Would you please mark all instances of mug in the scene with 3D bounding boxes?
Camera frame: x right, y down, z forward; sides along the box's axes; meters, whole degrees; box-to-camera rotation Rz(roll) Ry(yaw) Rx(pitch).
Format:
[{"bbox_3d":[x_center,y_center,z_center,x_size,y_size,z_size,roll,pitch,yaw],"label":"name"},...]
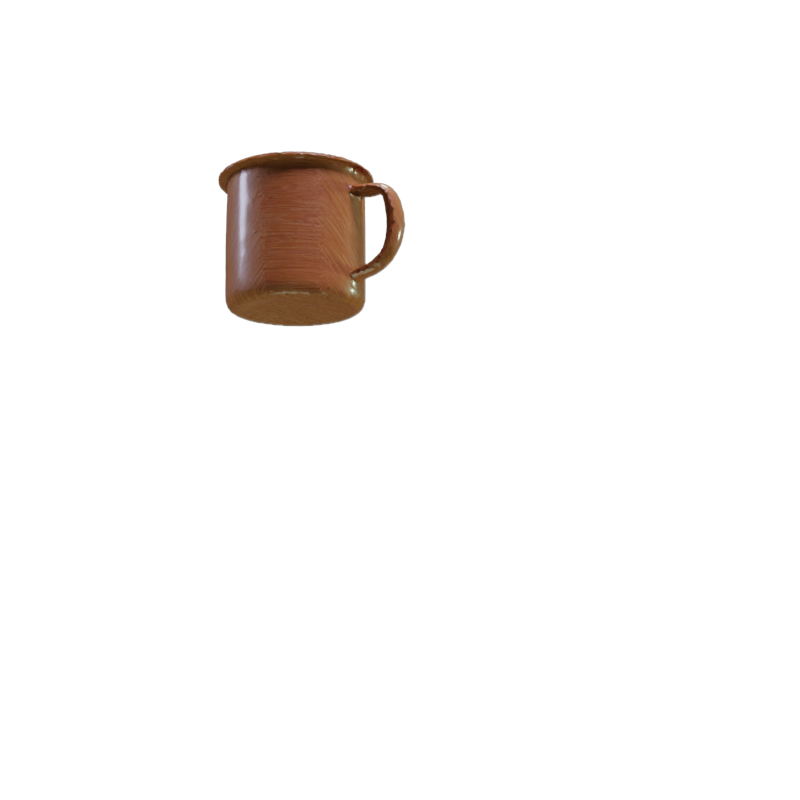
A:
[{"bbox_3d":[-0.051,-0.092,0.645,0.120,0.085,0.088,-7,-15,27],"label":"mug"}]
